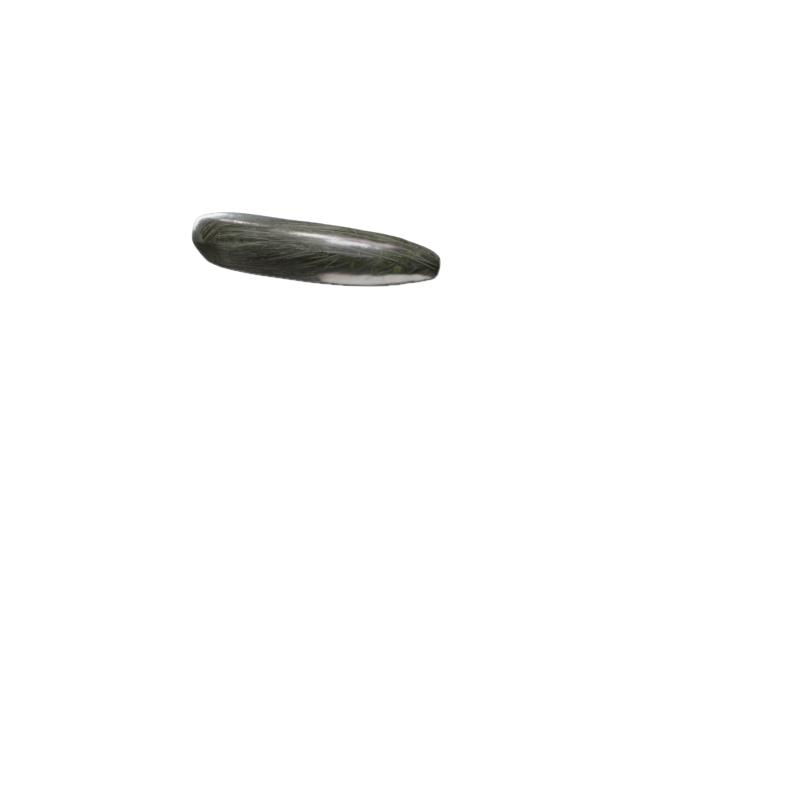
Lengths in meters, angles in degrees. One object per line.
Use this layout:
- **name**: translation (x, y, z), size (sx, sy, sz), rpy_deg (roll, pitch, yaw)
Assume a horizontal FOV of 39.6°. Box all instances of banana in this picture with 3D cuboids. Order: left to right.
- **banana**: translation (-0.070, -0.098, 0.701), size (0.208, 0.036, 0.068), rpy_deg (15, 22, 40)
